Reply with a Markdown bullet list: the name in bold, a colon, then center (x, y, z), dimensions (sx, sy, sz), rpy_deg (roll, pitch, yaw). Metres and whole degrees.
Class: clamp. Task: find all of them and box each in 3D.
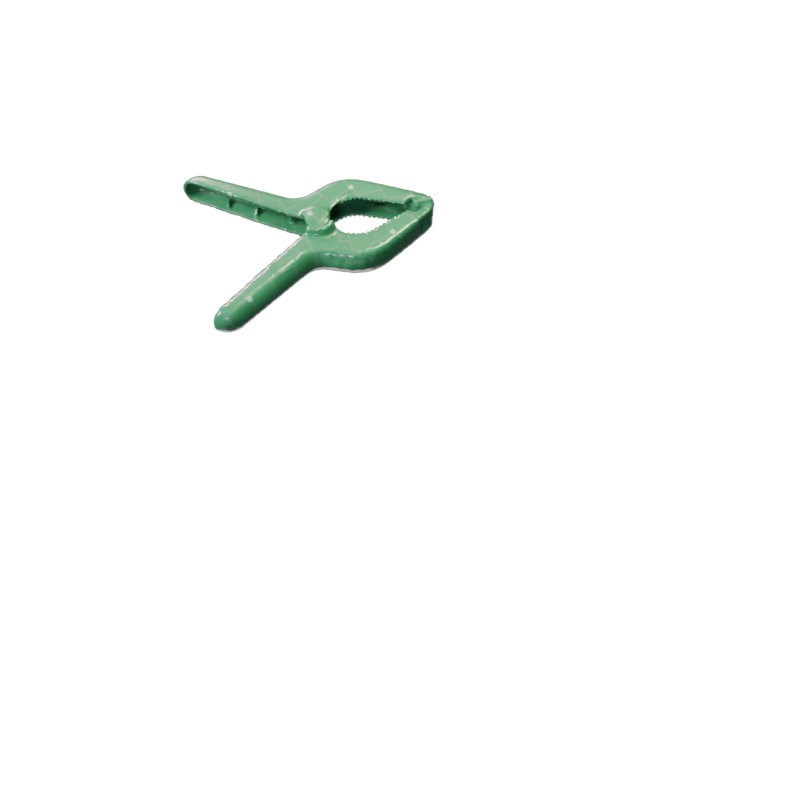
- **clamp**: center (-0.072, -0.132, 0.922), dimensions (0.209, 0.177, 0.034), rpy_deg (-6, -37, -5)
